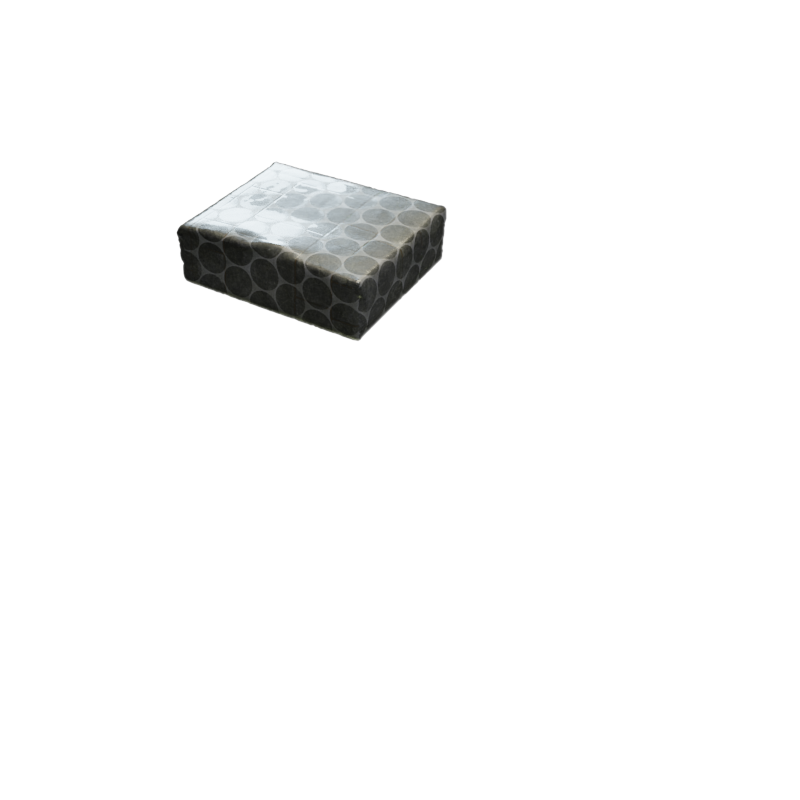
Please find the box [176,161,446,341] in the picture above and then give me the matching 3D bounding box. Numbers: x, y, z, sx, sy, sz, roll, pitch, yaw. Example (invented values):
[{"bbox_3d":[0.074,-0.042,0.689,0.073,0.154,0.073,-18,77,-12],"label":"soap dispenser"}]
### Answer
[{"bbox_3d":[-0.037,-0.067,0.466,0.094,0.028,0.074,19,39,25],"label":"box"}]
